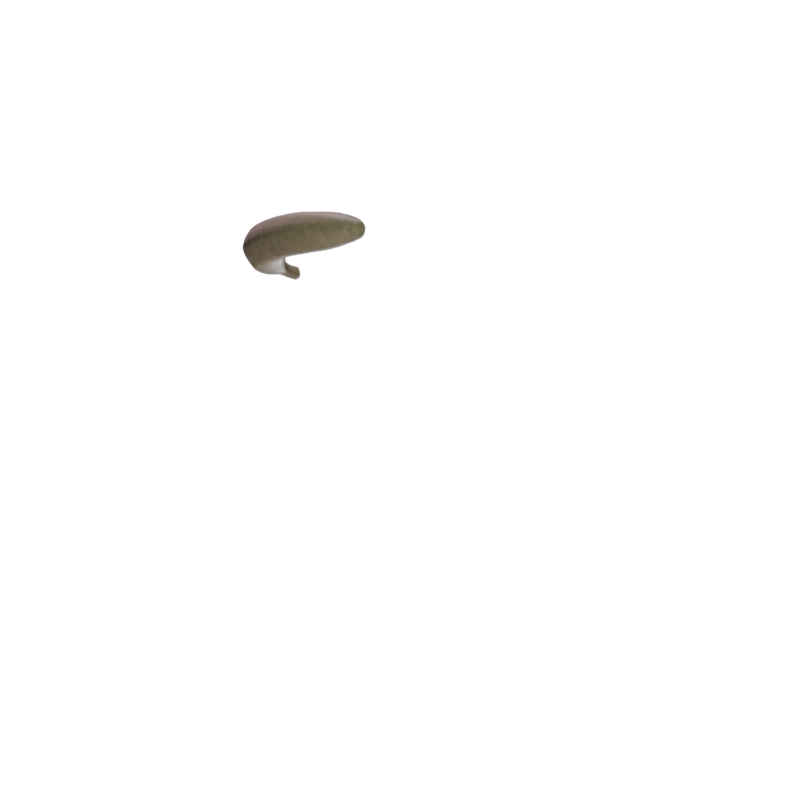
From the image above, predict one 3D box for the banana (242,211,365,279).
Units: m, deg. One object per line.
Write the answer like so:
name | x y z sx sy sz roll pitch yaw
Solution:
banana | -0.092 -0.134 0.940 0.068 0.037 0.199 1 -3 -20
